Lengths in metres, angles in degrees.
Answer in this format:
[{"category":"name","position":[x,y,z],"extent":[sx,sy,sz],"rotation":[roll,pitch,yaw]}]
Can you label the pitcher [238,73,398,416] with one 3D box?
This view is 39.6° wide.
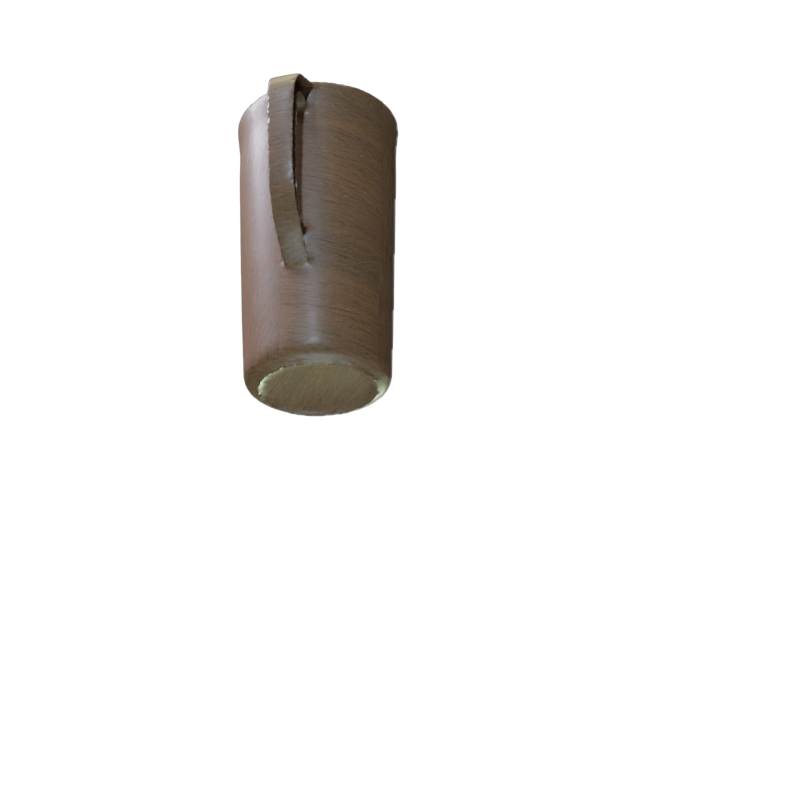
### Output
[{"category":"pitcher","position":[-0.067,-0.122,0.854],"extent":[0.142,0.259,0.143],"rotation":[17,-35,-29]}]
